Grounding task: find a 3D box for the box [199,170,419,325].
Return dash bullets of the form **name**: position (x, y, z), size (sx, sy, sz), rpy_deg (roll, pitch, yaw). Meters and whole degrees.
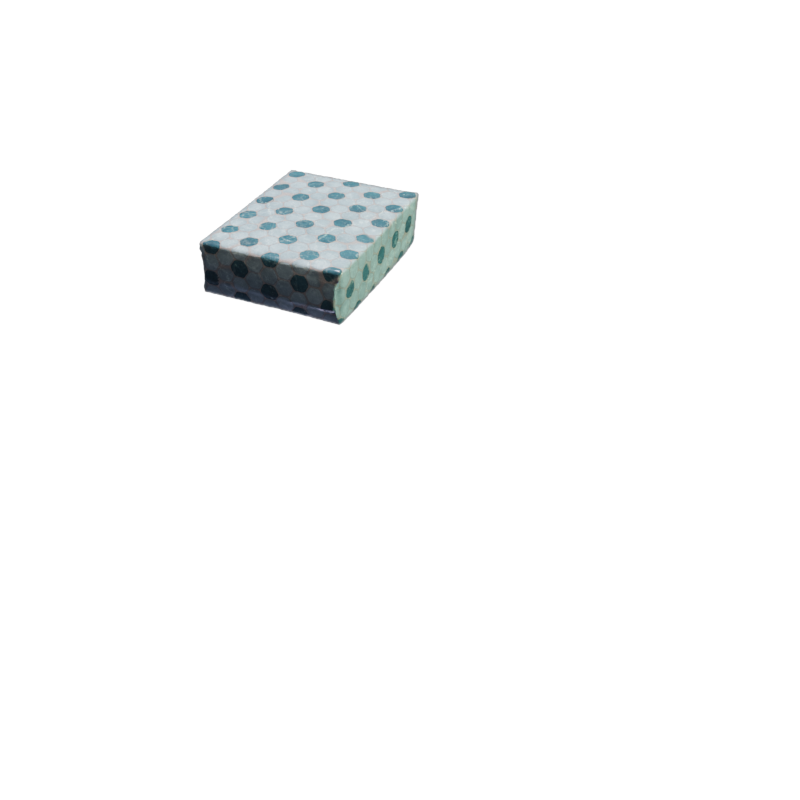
- **box**: position (-0.051, -0.094, 0.655), size (0.093, 0.037, 0.116), rpy_deg (14, 35, 21)
